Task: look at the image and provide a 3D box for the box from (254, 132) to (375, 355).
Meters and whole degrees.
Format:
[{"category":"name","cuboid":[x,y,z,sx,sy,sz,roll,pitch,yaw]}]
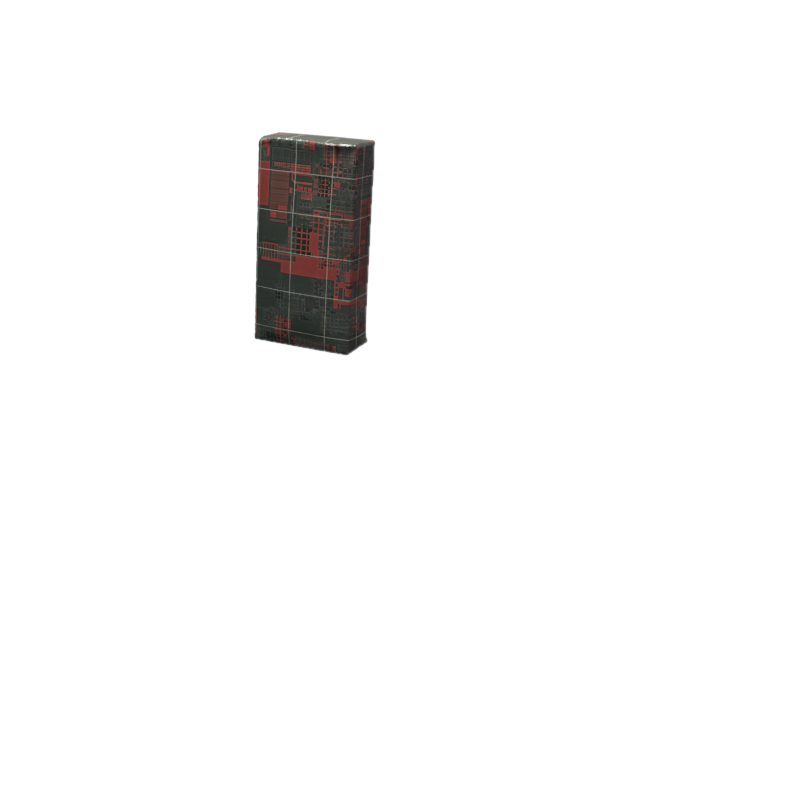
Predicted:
[{"category":"box","cuboid":[-0.073,-0.133,0.931,0.097,0.170,0.048,8,16,25]}]
